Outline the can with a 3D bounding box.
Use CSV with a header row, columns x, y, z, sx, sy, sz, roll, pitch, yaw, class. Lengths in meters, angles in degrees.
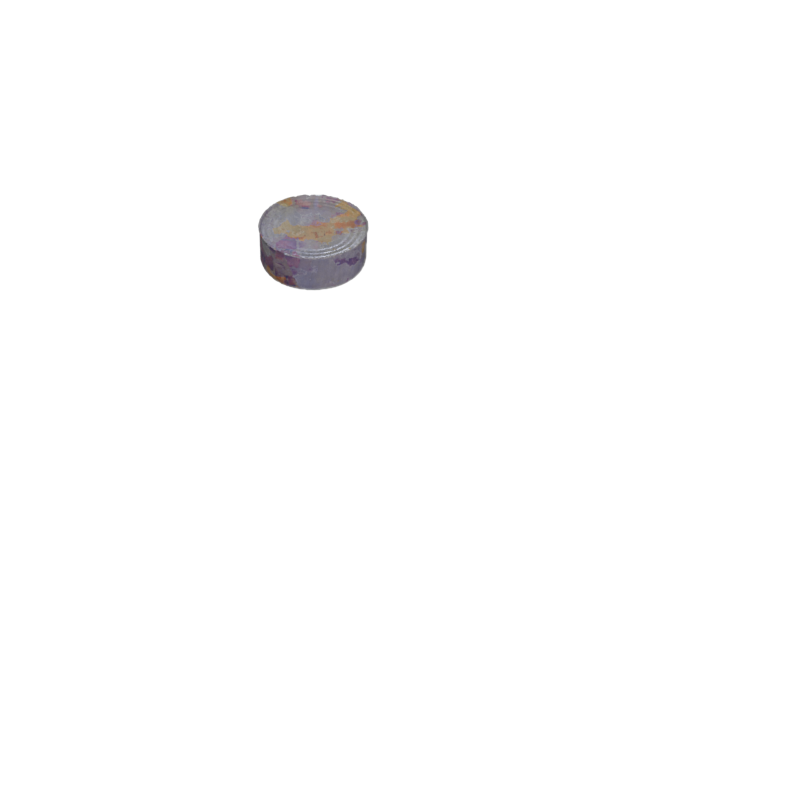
x,y,z,sx,sy,sz,roll,pitch,yaw,class
-0.068,-0.124,0.872,0.086,0.031,0.092,-1,41,-2,can
